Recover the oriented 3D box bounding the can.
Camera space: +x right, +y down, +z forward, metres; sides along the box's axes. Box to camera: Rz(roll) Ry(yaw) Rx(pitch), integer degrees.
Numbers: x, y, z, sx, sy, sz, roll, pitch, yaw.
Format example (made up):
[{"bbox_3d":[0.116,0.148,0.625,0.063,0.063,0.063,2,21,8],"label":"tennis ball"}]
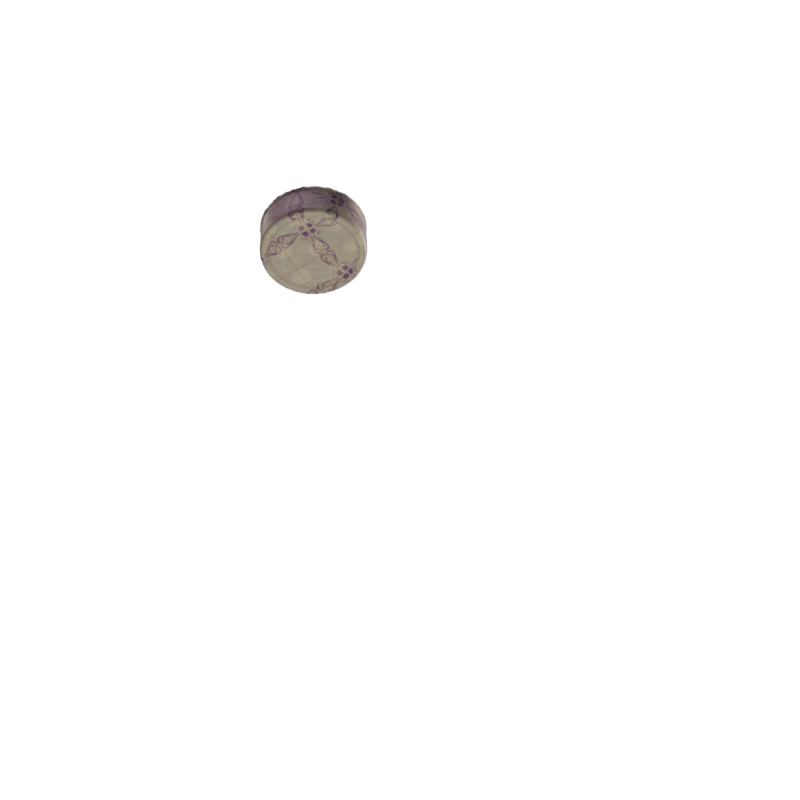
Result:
[{"bbox_3d":[-0.069,-0.125,0.878,0.086,0.080,0.036,1,42,-1],"label":"can"}]
